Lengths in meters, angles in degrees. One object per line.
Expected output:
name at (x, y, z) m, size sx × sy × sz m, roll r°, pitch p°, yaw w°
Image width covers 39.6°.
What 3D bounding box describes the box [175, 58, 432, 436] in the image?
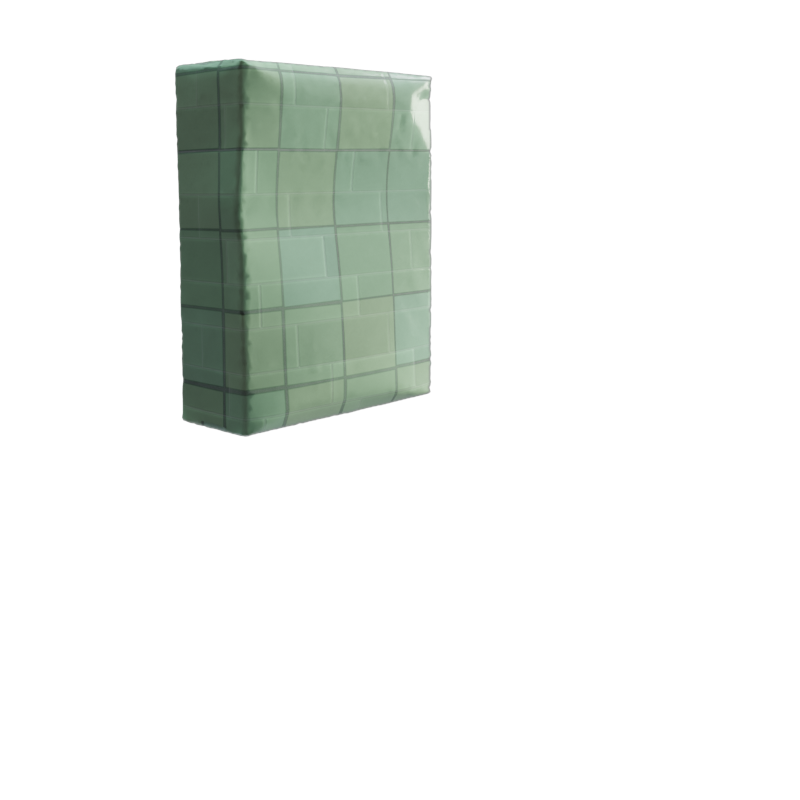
box at (-0.054, -0.098, 0.690) m, size 0.075 × 0.211 × 0.159 m, roll 5°, pitch 8°, yaw 44°
